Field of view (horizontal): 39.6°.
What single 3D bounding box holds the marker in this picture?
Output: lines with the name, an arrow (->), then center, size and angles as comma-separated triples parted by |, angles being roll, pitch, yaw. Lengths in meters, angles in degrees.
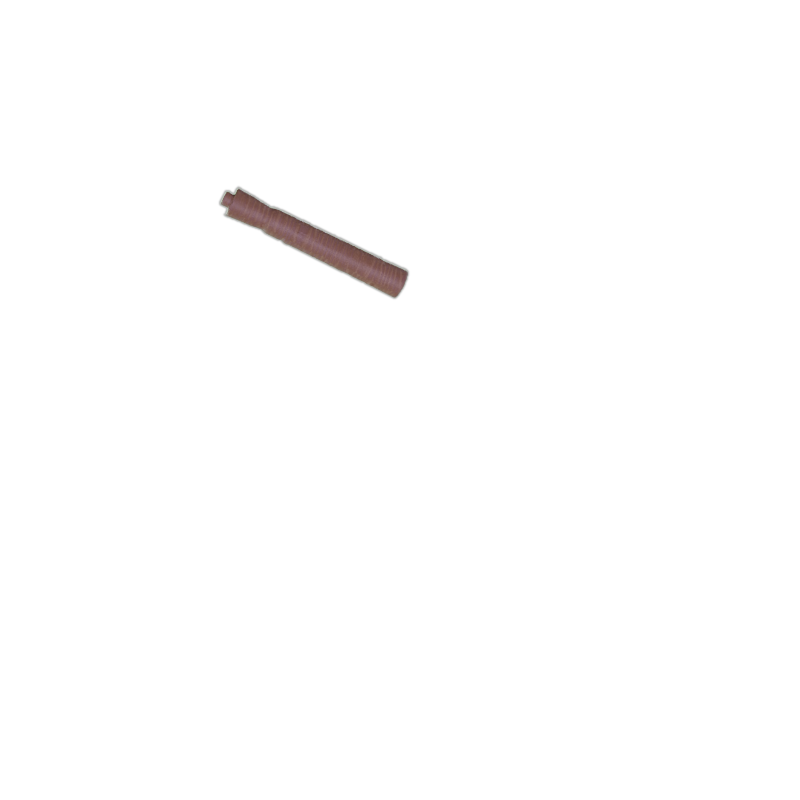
marker -> -0.052, -0.096, 0.669 | 0.119, 0.020, 0.020 | 25, 0, -7
